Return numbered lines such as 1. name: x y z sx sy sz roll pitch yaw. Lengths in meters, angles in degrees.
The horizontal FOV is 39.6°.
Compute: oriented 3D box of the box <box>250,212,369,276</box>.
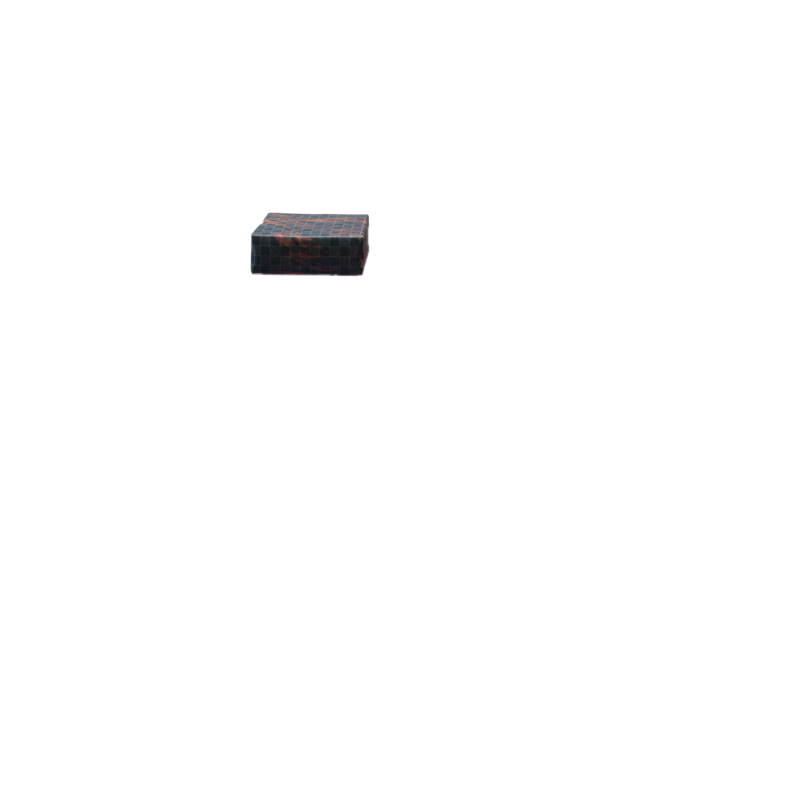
1. box: -0.059 -0.107 0.749 0.073 0.029 0.092 1 18 3
